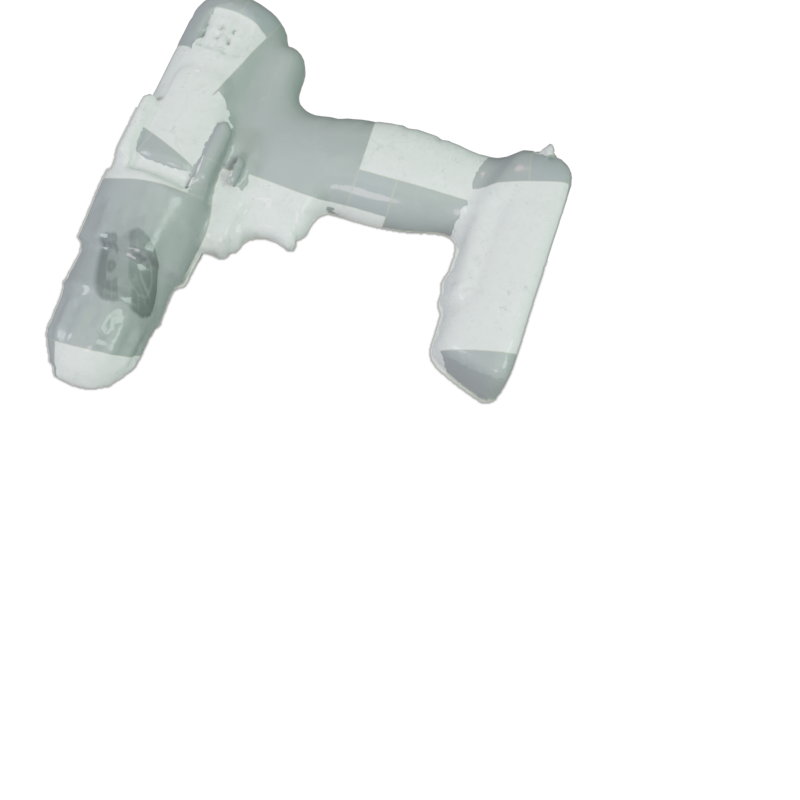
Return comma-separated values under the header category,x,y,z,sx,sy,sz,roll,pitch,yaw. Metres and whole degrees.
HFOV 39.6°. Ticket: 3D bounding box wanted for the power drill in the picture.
category,x,y,z,sx,sy,sz,roll,pitch,yaw
power drill,-0.036,-0.066,0.465,0.190,0.189,0.055,20,-14,5
